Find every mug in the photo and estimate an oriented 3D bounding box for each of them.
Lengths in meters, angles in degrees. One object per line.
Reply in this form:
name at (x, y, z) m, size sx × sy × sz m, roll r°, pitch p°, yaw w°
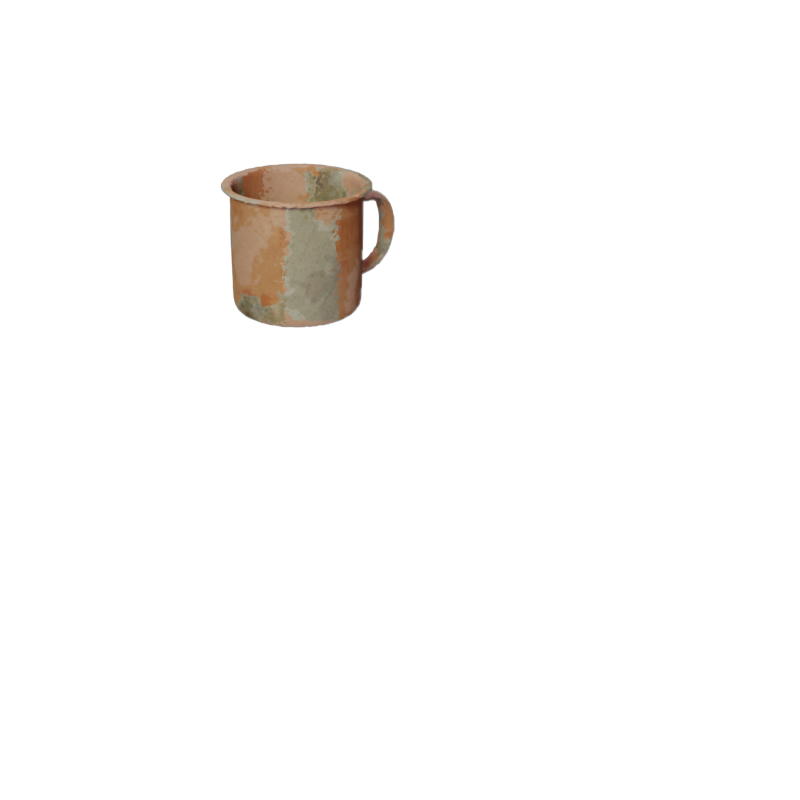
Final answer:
mug at (-0.055, -0.099, 0.697) m, size 0.115 × 0.078 × 0.100 m, roll -15°, pitch 28°, yaw -32°
